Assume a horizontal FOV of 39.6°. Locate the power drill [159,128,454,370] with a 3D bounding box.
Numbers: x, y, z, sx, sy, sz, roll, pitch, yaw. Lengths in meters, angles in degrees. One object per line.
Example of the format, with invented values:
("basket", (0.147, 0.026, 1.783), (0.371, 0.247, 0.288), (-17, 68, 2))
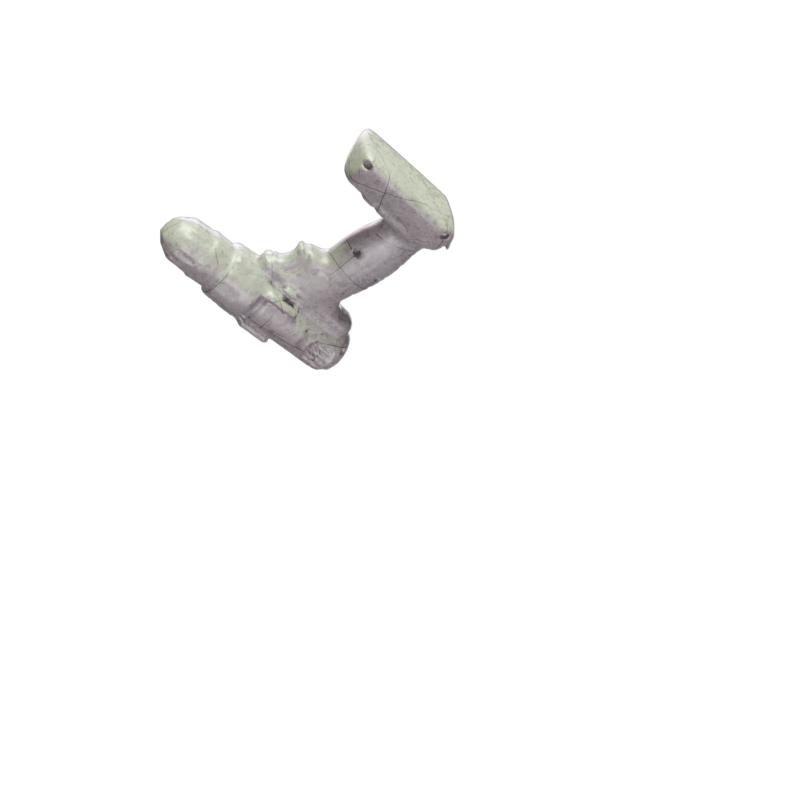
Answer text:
("power drill", (-0.067, -0.123, 0.859), (0.185, 0.061, 0.174), (-38, -59, 27))
